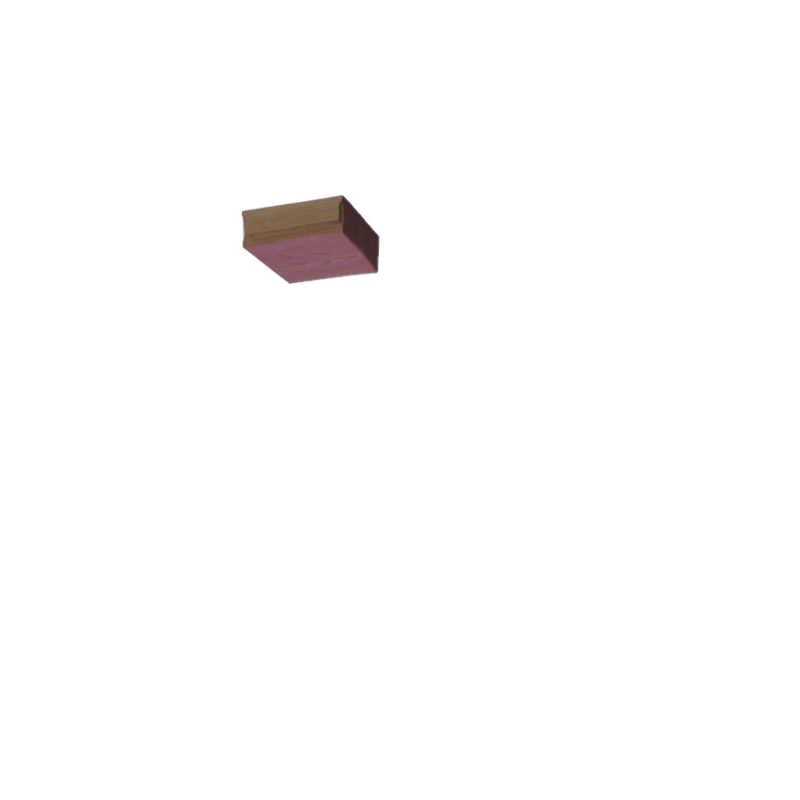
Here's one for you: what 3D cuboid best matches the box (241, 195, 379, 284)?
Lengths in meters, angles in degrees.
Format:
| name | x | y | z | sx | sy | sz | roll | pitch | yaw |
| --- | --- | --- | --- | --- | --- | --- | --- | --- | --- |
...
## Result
| name | x | y | z | sx | sy | sz | roll | pitch | yaw |
| --- | --- | --- | --- | --- | --- | --- | --- | --- | --- |
| box | -0.074 | -0.136 | 0.951 | 0.091 | 0.041 | 0.107 | -5 | -15 | 16 |
